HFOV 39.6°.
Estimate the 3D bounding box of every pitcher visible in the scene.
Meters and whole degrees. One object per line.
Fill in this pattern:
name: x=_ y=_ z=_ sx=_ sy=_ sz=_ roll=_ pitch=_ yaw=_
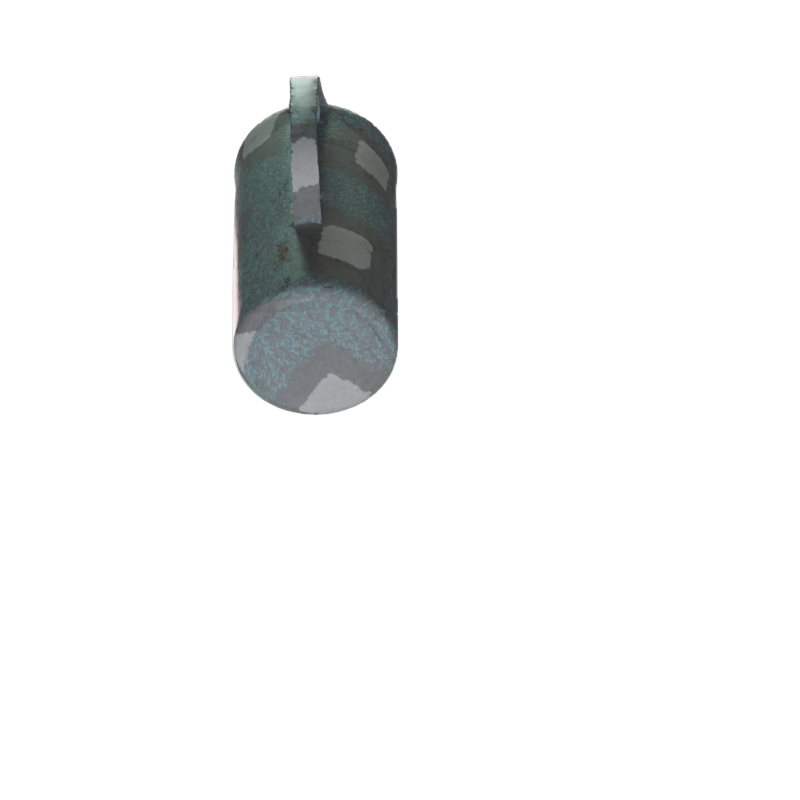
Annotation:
pitcher: x=-0.063 y=-0.115 z=0.805 sx=0.141 sy=0.260 sz=0.143 roll=35 pitch=-62 yaw=-26
